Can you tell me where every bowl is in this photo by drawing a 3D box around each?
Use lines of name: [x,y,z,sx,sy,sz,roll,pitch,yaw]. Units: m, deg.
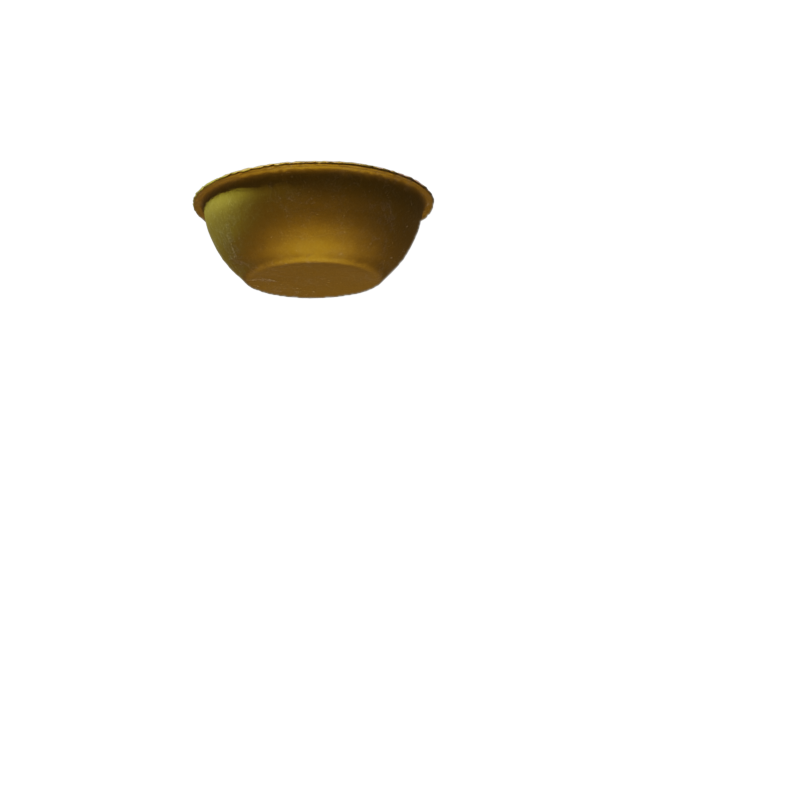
bowl: [-0.058,-0.105,0.737,0.162,0.057,0.157,0,-11,-2]
